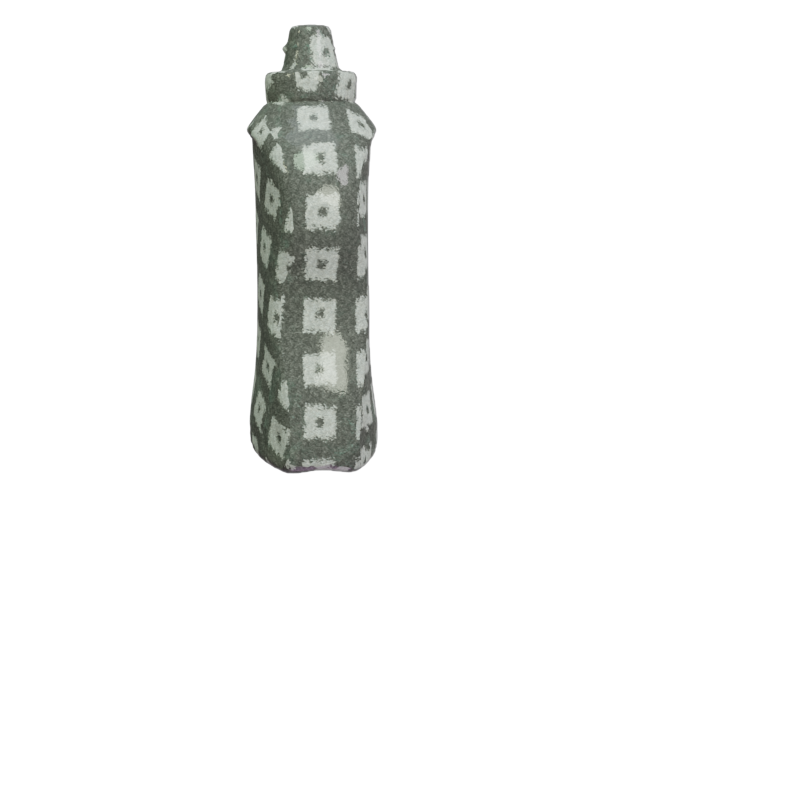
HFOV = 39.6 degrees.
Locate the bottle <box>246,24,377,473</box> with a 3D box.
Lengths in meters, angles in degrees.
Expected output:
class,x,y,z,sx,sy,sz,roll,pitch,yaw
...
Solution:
class,x,y,z,sx,sy,sz,roll,pitch,yaw
bottle,-0.040,-0.071,0.500,0.058,0.189,0.098,0,7,-6
